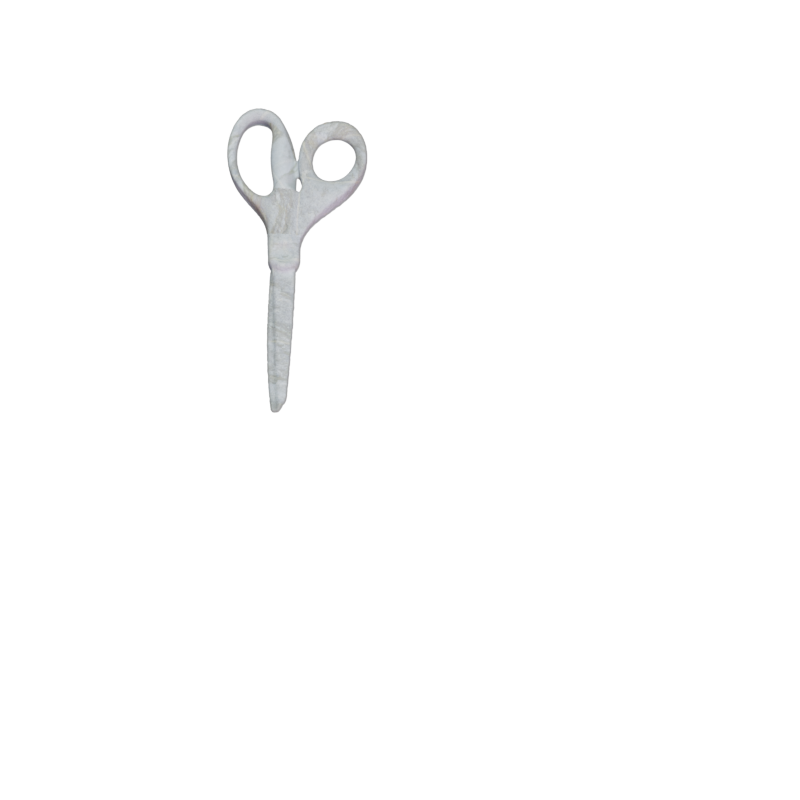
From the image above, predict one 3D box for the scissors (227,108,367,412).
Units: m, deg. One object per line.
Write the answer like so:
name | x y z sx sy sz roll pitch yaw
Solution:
scissors | -0.052 -0.095 0.664 0.096 0.215 0.015 -13 -27 -7
